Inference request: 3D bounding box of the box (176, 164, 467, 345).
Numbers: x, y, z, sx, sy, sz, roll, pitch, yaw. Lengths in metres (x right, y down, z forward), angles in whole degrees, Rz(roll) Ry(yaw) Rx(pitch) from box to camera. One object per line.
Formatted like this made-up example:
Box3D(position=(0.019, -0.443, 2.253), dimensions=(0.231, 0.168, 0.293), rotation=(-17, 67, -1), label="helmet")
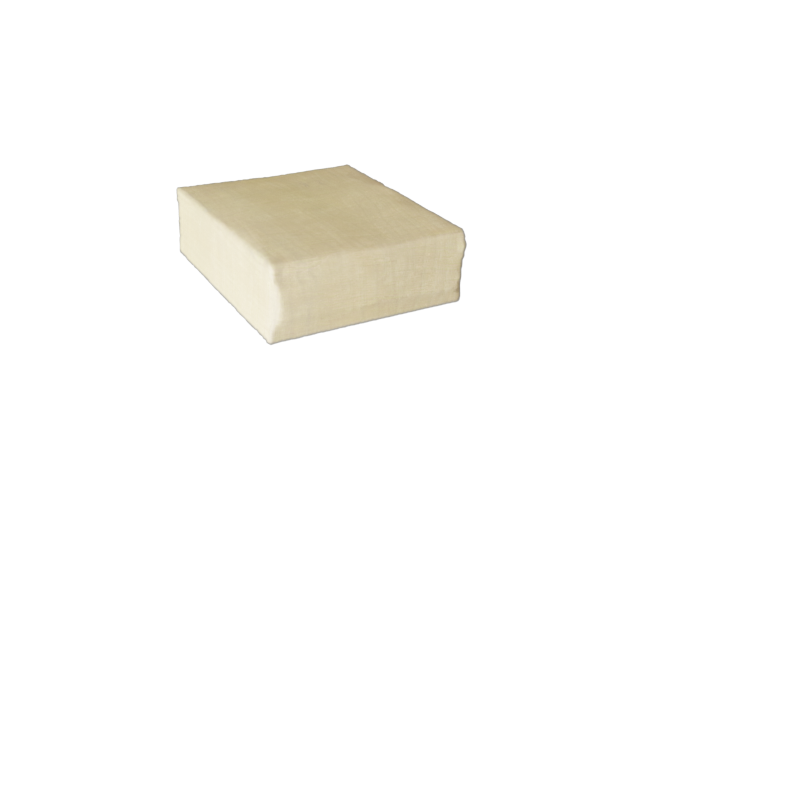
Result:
Box3D(position=(-0.031, -0.056, 0.395), dimensions=(0.072, 0.029, 0.096), rotation=(-13, 30, -24), label="box")
